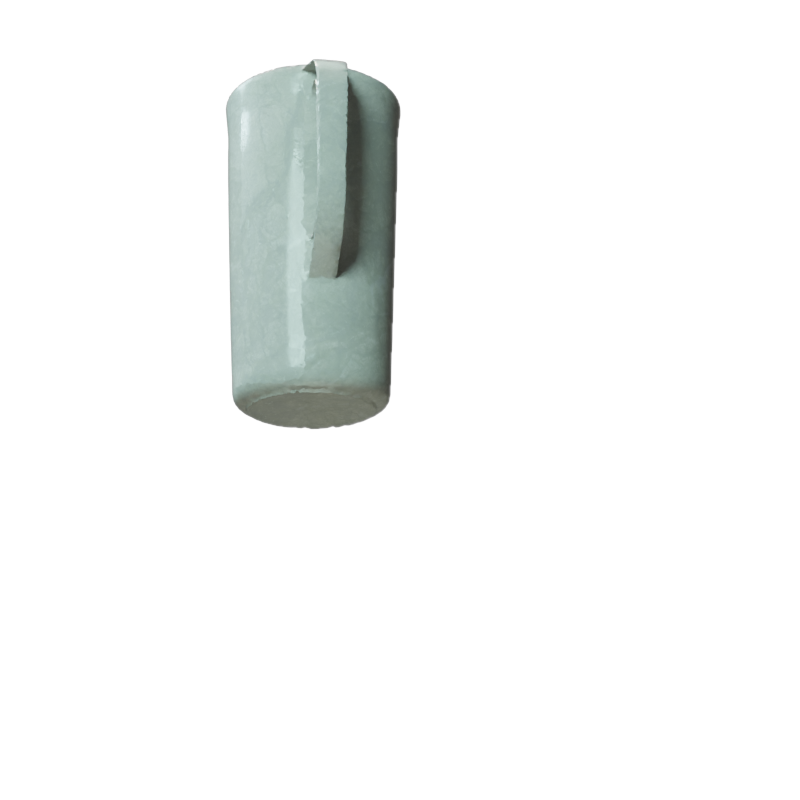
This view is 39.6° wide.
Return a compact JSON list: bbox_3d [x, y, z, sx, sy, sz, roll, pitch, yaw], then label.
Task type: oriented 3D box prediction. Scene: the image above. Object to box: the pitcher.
[{"bbox_3d":[-0.062,-0.113,0.790,0.147,0.256,0.139,-16,-26,31],"label":"pitcher"}]
